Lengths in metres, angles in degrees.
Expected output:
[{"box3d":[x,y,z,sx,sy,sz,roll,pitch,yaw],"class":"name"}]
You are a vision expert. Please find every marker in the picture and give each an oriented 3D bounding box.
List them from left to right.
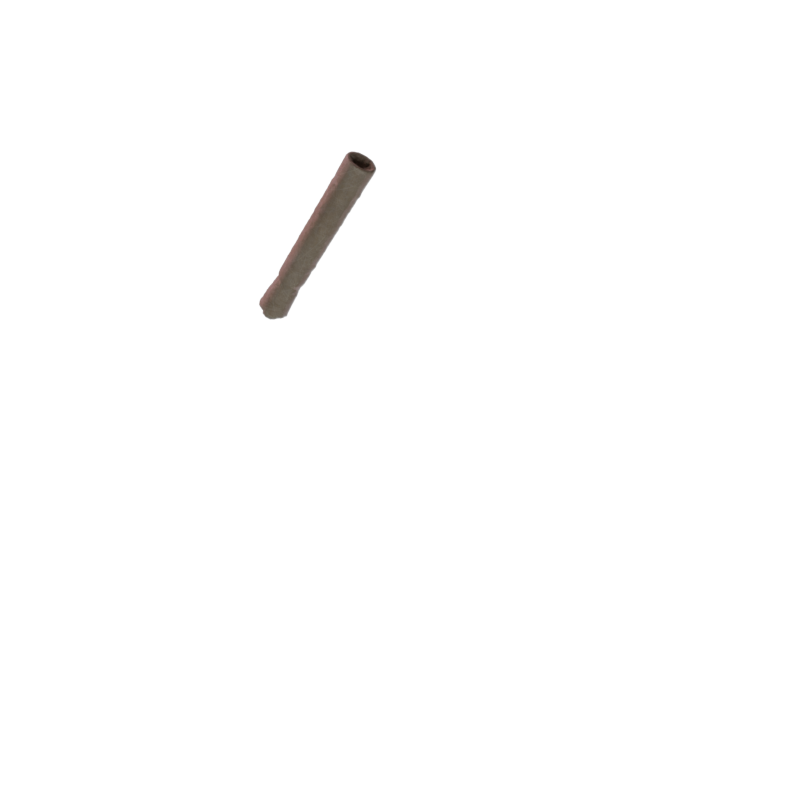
[{"box3d":[-0.050,-0.092,0.641,0.019,0.117,0.021,23,35,-20],"class":"marker"}]
